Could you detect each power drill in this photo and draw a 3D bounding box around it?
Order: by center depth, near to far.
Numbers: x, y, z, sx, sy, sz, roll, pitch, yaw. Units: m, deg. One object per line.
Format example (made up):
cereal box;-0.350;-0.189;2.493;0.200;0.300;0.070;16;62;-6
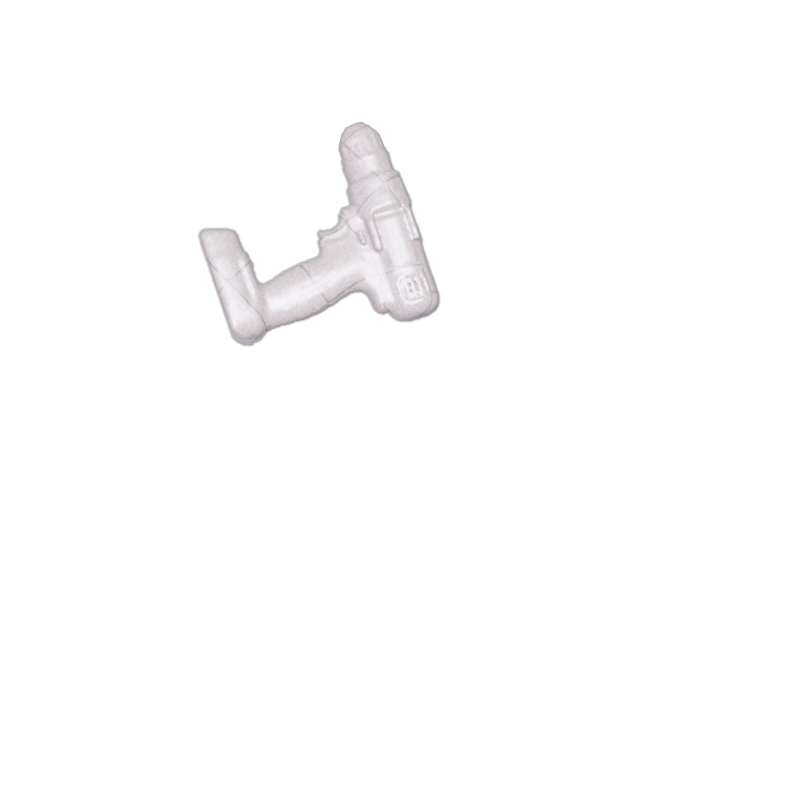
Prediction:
power drill;-0.076;-0.138;0.970;0.187;0.191;0.055;-18;-13;-5
